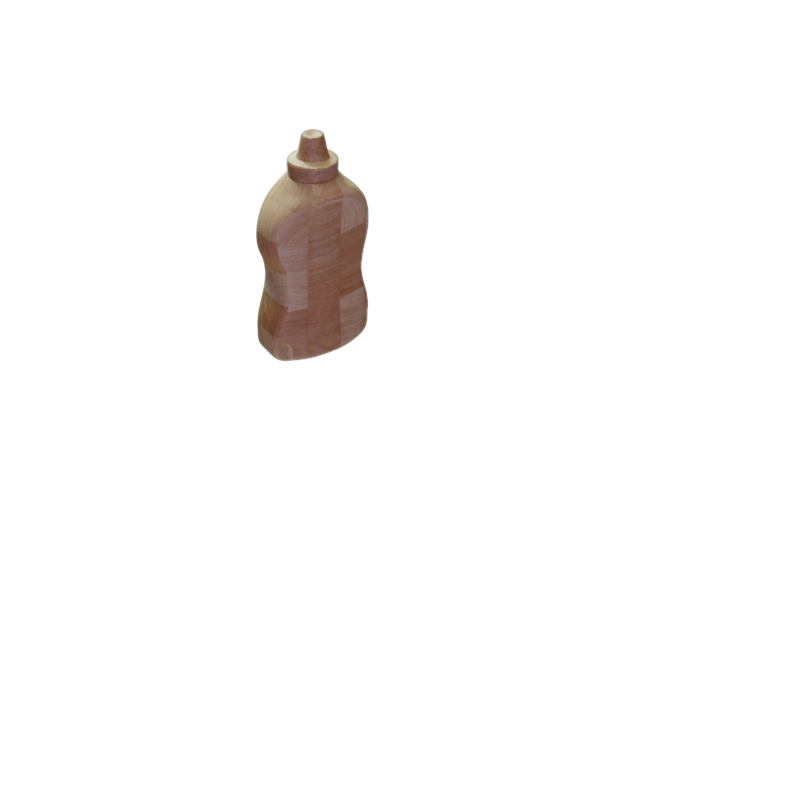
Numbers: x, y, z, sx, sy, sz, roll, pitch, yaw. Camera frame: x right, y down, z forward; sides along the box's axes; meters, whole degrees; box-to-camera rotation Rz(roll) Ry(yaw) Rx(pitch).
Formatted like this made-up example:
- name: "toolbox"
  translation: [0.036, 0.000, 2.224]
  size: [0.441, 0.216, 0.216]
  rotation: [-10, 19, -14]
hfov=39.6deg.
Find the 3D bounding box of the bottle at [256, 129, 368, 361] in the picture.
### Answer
- name: "bottle"
  translation: [-0.071, -0.129, 0.901]
  size: [0.095, 0.180, 0.063]
  rotation: [-18, 38, -28]
